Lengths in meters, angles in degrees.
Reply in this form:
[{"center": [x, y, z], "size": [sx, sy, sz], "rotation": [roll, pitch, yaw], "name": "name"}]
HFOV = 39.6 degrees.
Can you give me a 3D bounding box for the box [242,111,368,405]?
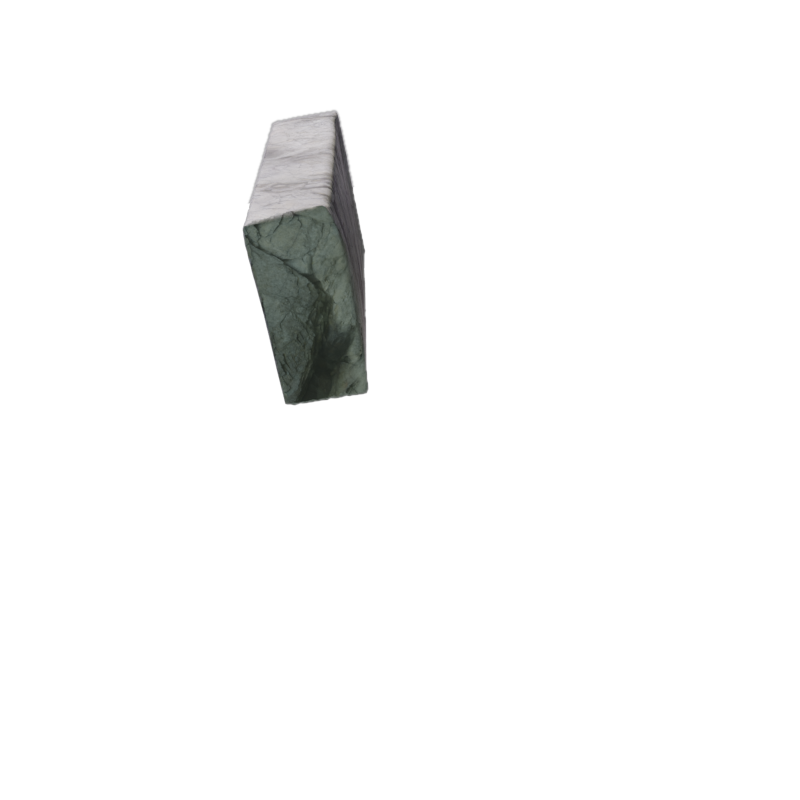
[{"center": [-0.045, -0.081, 0.572], "size": [0.048, 0.088, 0.186], "rotation": [-11, 26, 1], "name": "box"}]
